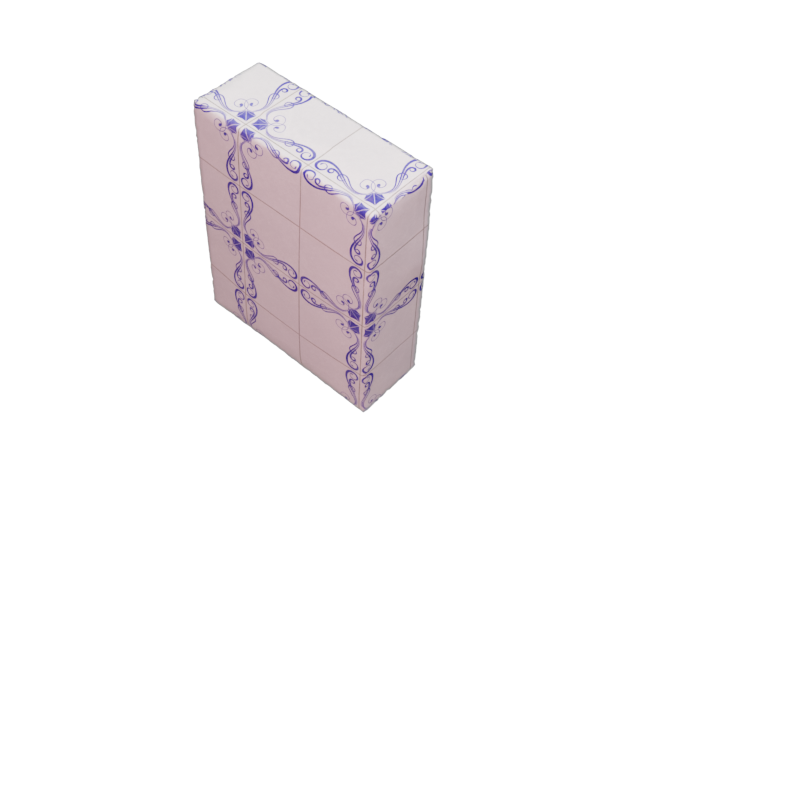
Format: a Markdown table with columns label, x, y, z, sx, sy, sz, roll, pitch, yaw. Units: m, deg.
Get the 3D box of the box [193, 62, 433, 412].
| label | x | y | z | sx | sy | sz | roll | pitch | yaw |
| --- | --- | --- | --- | --- | --- | --- | --- | --- | --- |
| box | -0.063 | -0.114 | 0.800 | 0.174 | 0.199 | 0.073 | 37 | 58 | 24 |
